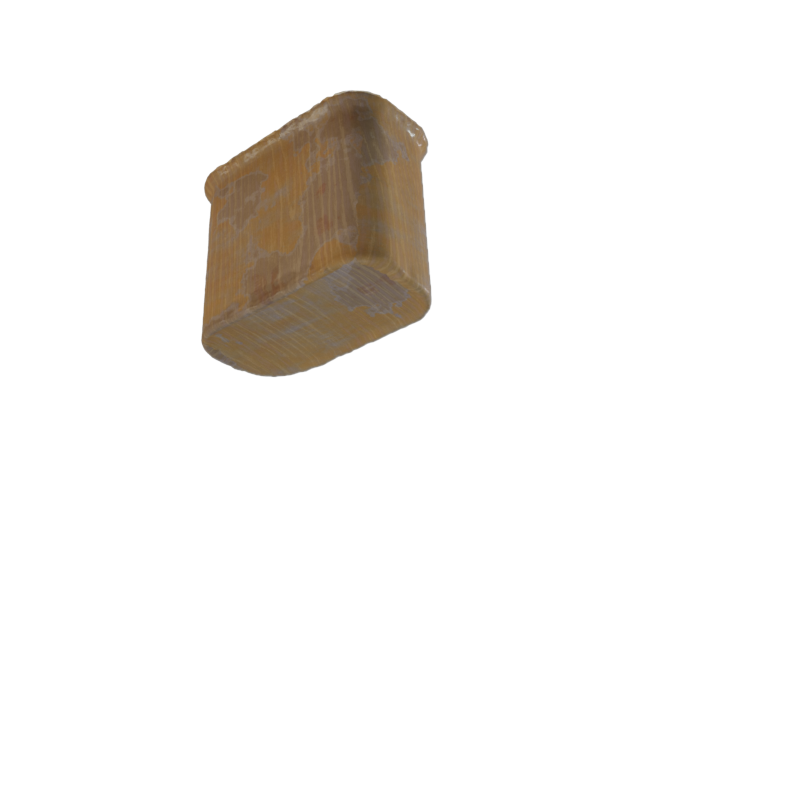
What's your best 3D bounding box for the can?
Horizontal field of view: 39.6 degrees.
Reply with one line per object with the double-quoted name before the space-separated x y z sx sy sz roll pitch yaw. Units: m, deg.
"can" -0.036 -0.066 0.461 0.102 0.090 0.054 -25 -40 32
